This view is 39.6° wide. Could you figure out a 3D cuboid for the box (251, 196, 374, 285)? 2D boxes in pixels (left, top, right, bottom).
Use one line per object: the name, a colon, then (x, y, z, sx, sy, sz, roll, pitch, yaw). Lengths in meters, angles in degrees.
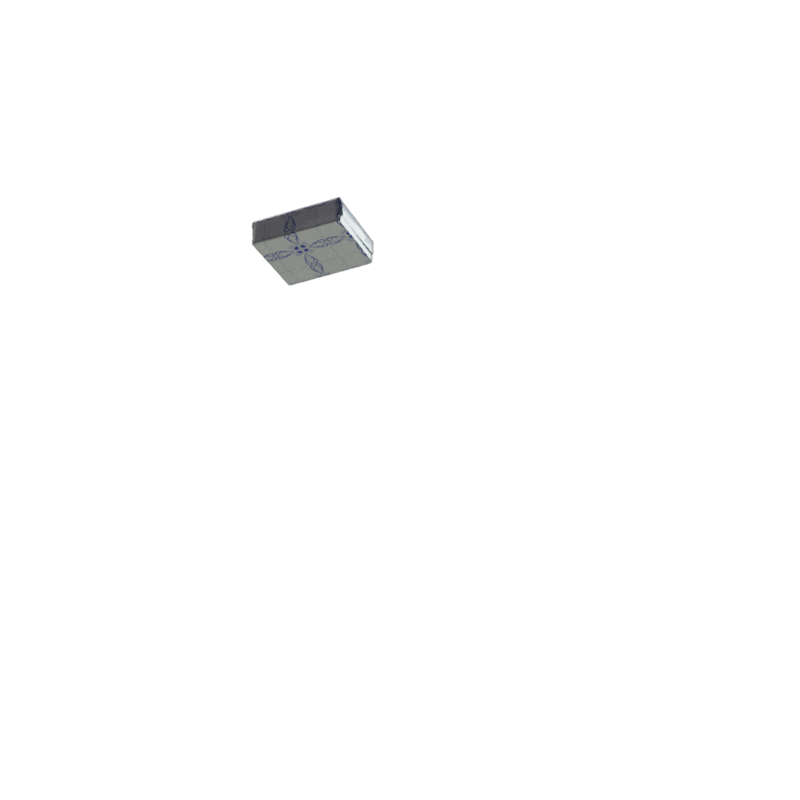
box: (-0.078, -0.142, 0.998, 0.090, 0.032, 0.067, -13, -33, 21)
